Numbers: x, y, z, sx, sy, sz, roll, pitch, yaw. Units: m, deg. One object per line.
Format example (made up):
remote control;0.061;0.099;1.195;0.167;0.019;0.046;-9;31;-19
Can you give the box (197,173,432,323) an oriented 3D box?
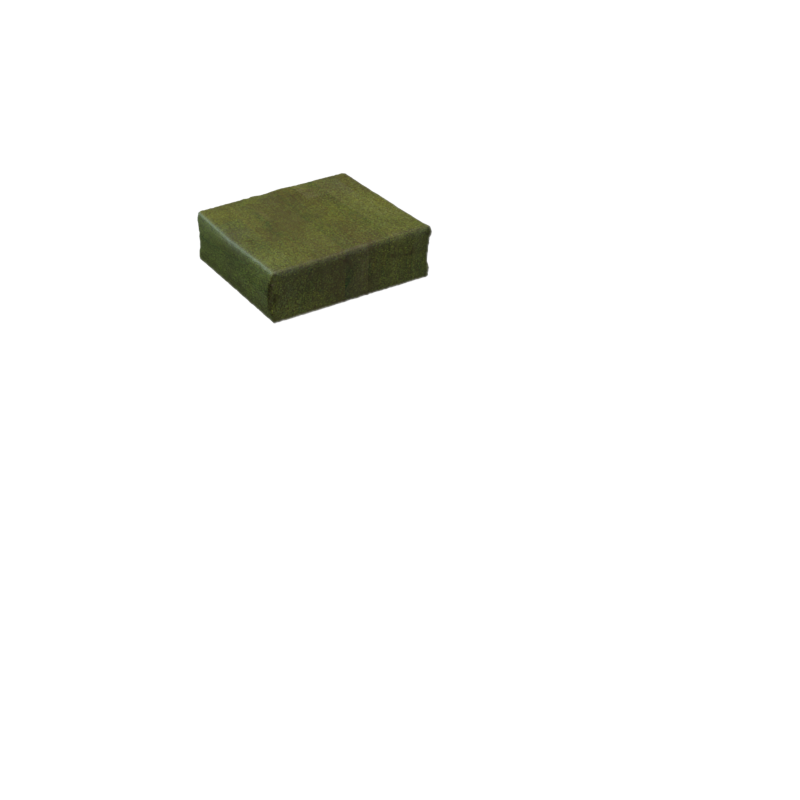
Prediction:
box;-0.041;-0.076;0.531;0.088;0.028;0.079;-20;39;-28
